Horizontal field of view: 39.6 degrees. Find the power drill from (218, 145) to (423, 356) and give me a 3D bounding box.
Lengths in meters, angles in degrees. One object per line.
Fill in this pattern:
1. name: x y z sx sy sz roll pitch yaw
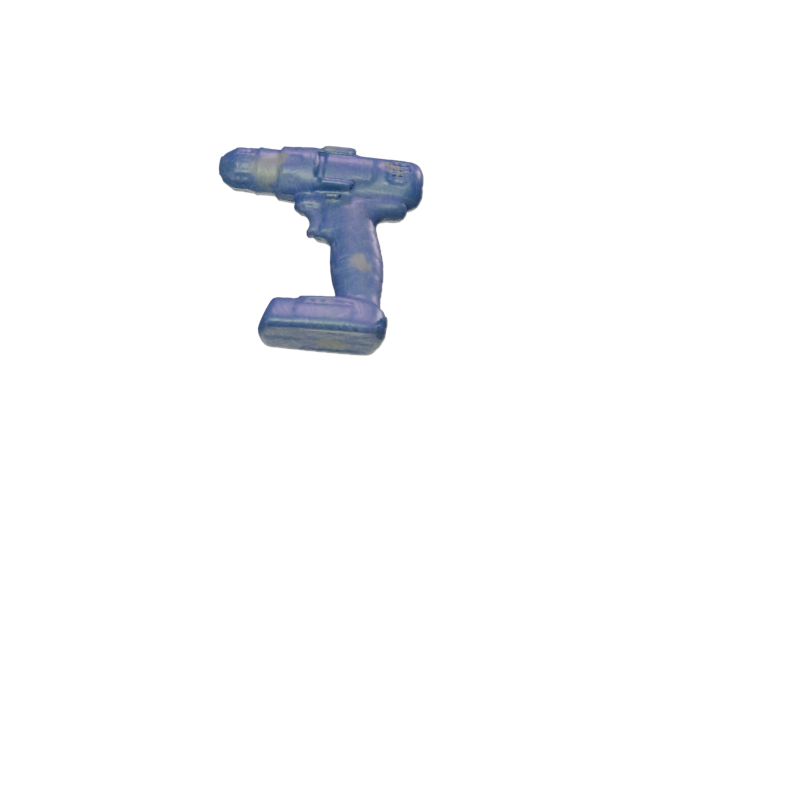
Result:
1. power drill: -0.075 -0.137 0.961 0.185 0.198 0.054 4 -27 2
